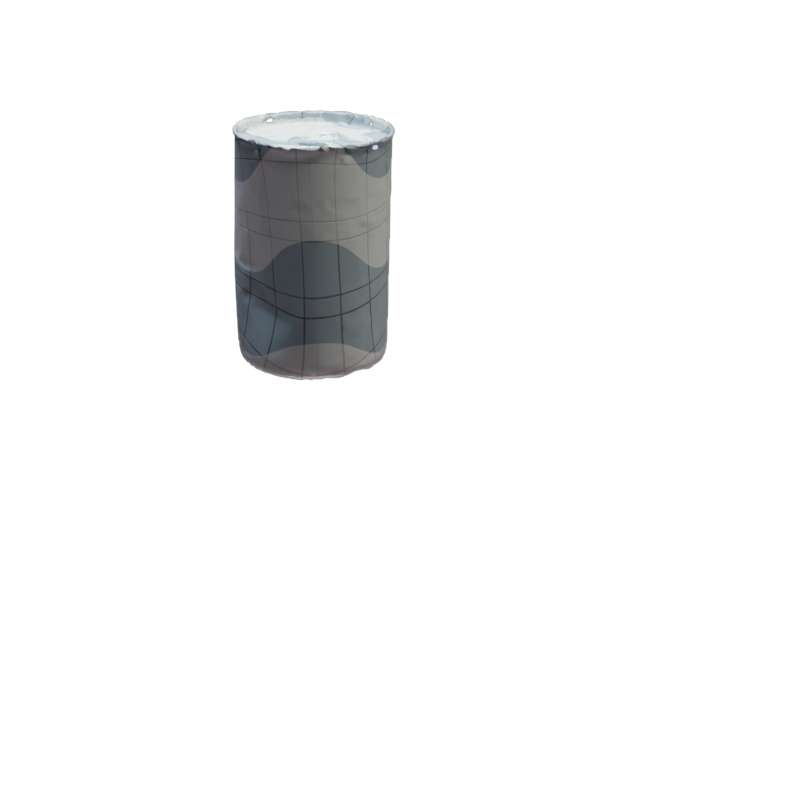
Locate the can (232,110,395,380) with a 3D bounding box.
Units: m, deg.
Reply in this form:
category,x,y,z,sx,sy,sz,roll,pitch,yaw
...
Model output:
category,x,y,z,sx,sy,sz,roll,pitch,yaw
can,-0.038,-0.068,0.479,0.068,0.098,0.072,0,21,-2
